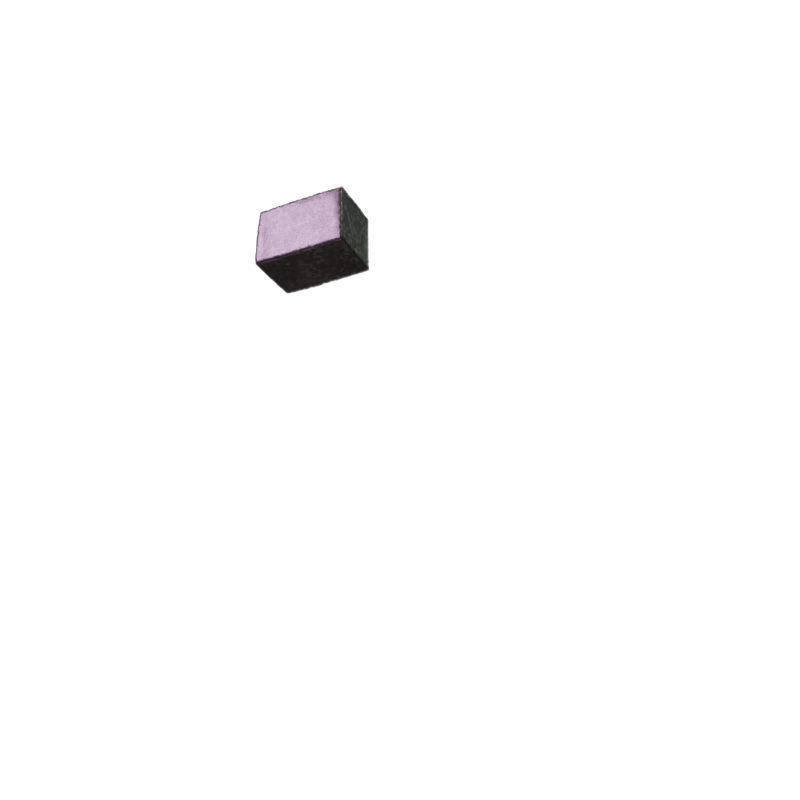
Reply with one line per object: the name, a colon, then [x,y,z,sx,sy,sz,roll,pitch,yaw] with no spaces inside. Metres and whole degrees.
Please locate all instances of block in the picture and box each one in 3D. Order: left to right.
block: [-0.070,-0.127,0.892,0.079,0.055,0.049,-14,-34,21]
